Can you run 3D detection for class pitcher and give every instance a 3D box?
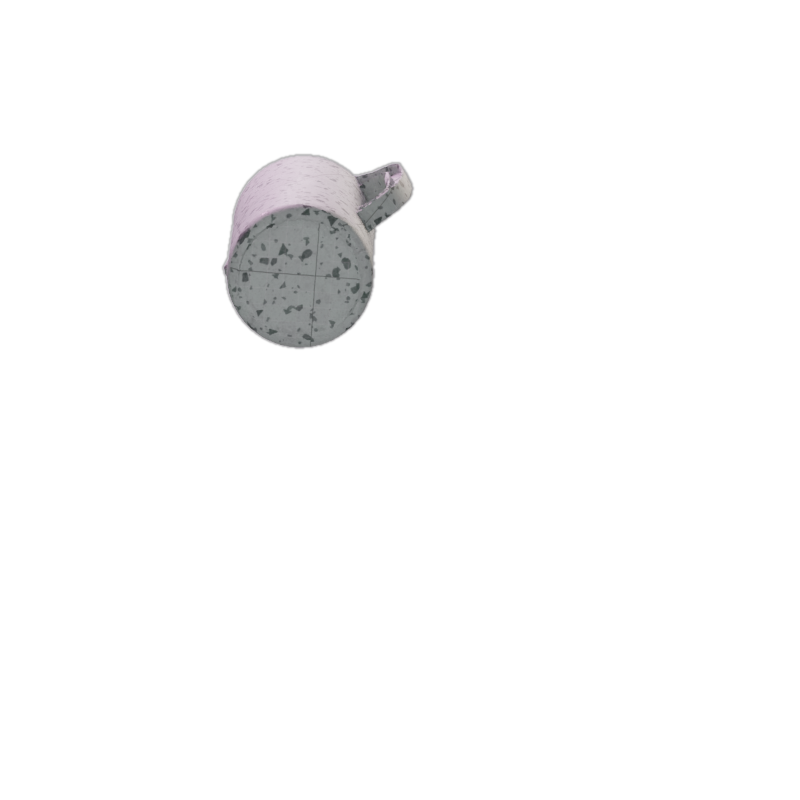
[{"bbox_3d":[-0.072,-0.130,0.913,0.144,0.146,0.251,14,15,-7],"label":"pitcher"}]
